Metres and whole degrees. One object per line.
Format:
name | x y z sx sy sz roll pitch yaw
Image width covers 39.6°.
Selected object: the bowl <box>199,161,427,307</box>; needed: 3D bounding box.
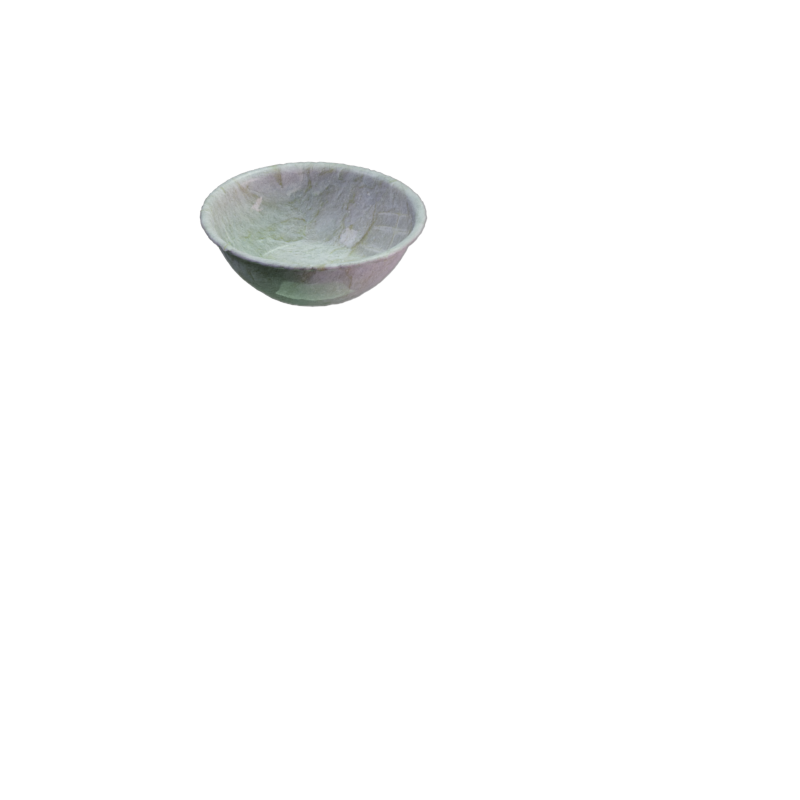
bowl | -0.063 -0.115 0.803 0.162 0.052 0.173 -1 36 -2
